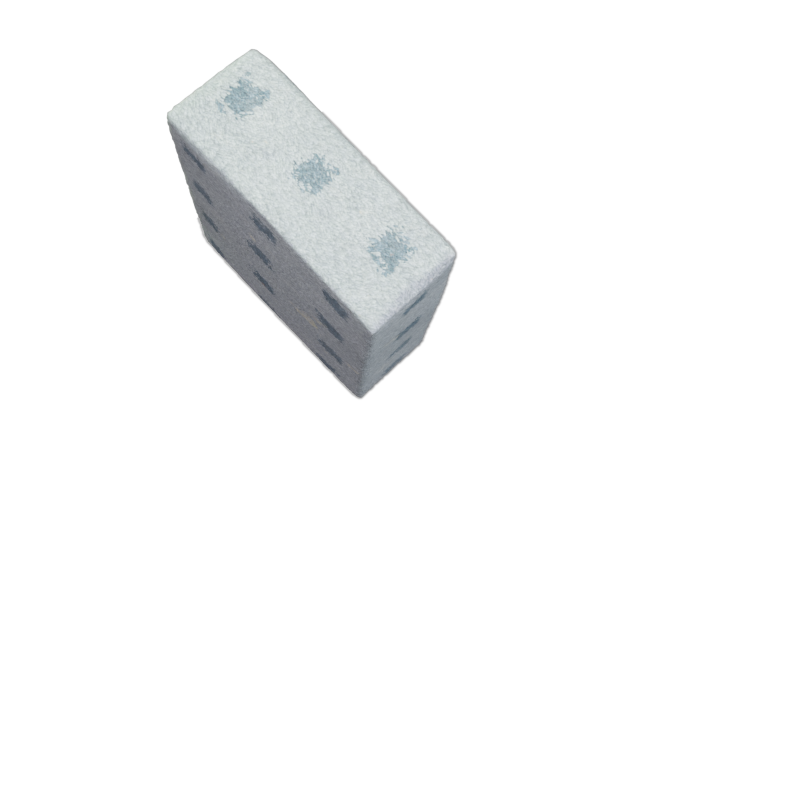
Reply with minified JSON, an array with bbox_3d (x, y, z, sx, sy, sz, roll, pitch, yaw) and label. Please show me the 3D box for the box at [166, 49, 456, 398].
[{"bbox_3d":[-0.053,-0.097,0.677,0.072,0.169,0.207,-42,-8,-10],"label":"box"}]
